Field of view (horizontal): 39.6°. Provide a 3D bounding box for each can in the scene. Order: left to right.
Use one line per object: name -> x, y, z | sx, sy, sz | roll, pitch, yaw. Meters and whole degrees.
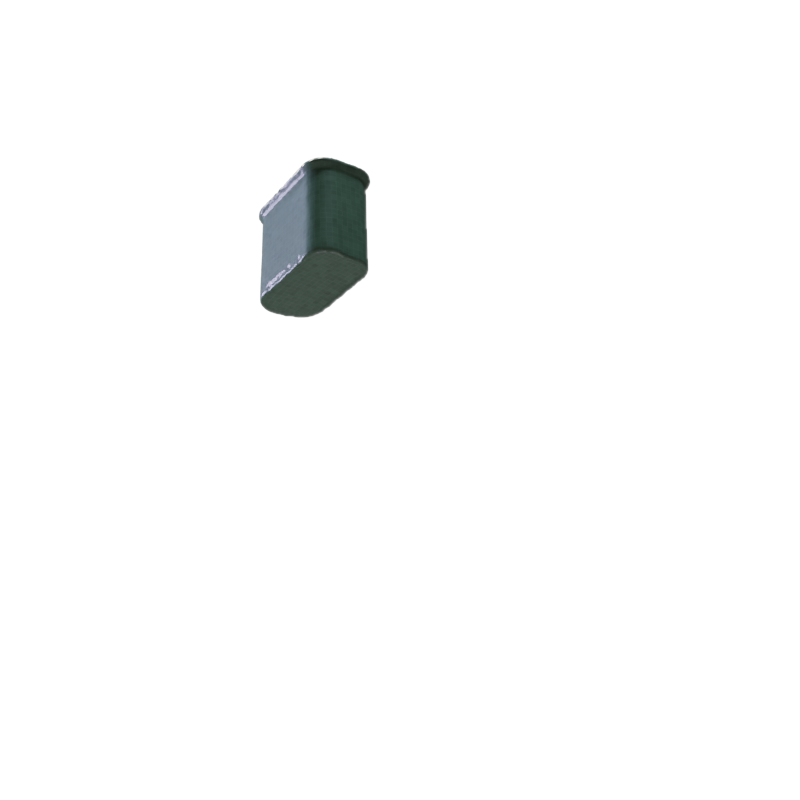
can -> -0.066, -0.121, 0.845 | 0.055, 0.089, 0.100 | 18, -35, -29
